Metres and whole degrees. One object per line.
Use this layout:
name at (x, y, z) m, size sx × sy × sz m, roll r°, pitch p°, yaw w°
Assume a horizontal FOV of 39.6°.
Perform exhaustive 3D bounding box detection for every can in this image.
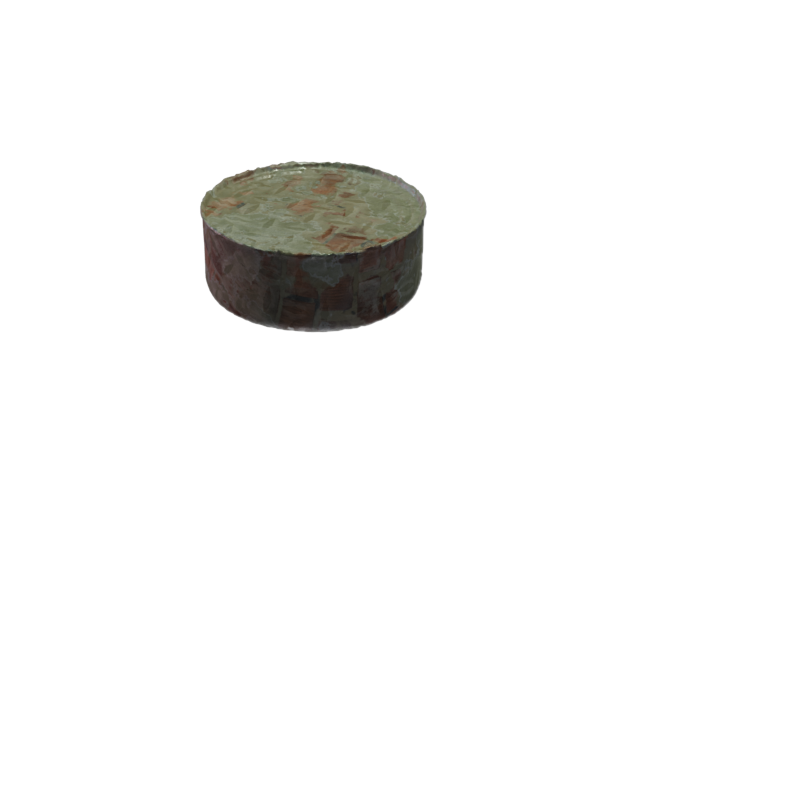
can at (-0.033, -0.061, 0.427) m, size 0.086 × 0.032 × 0.091 m, roll -1°, pitch 32°, yaw -2°
